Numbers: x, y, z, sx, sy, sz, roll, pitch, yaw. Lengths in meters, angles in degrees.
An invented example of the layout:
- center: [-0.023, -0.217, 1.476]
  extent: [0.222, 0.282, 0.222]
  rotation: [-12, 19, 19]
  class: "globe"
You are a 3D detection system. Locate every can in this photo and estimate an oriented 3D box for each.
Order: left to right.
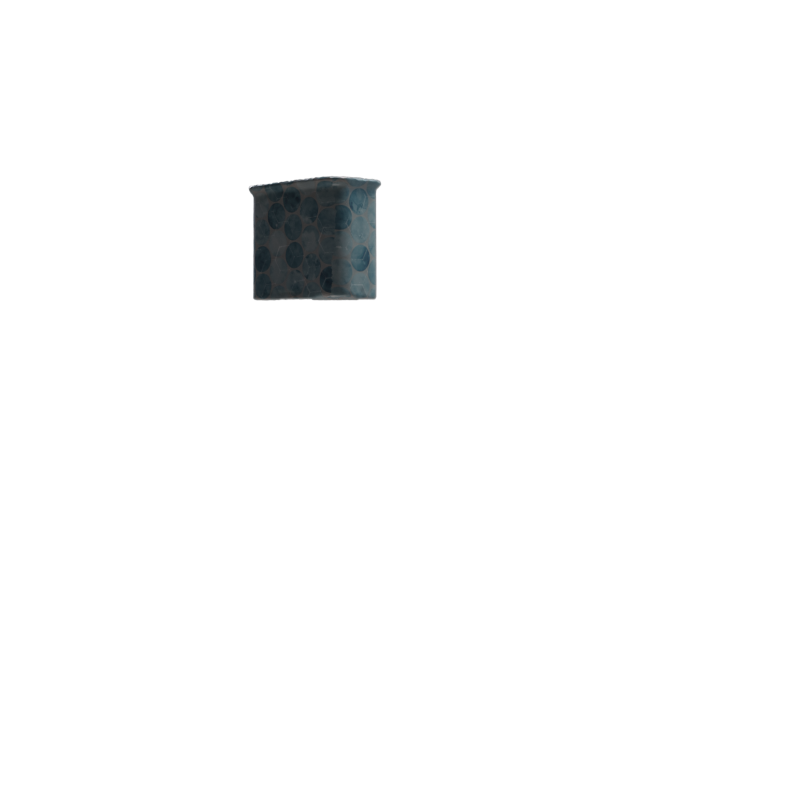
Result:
- center: [-0.062, -0.113, 0.794]
  extent: [0.055, 0.084, 0.106]
  rotation: [1, 0, -45]
  class: "can"
